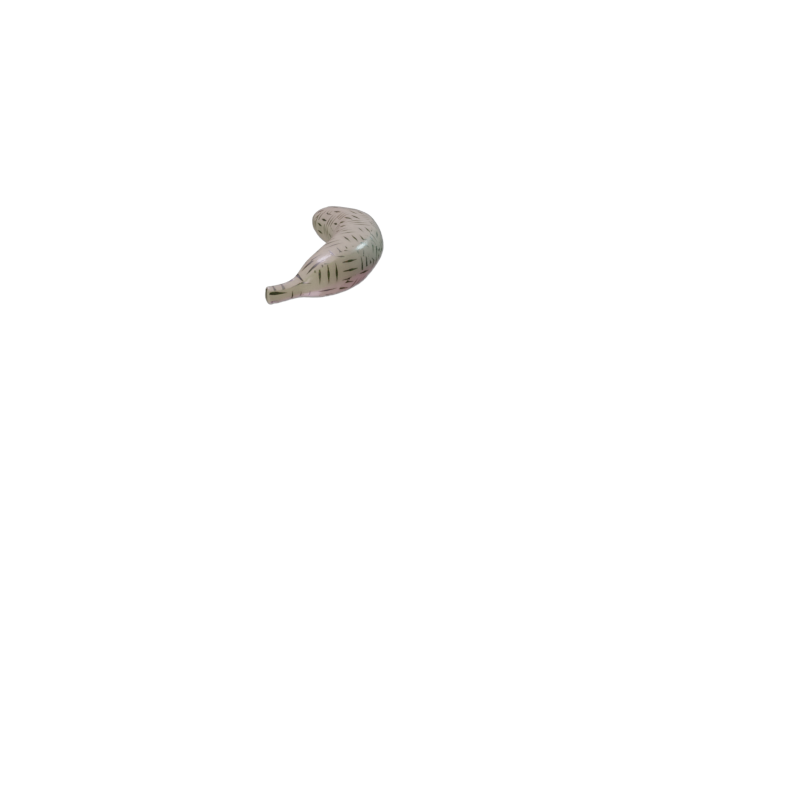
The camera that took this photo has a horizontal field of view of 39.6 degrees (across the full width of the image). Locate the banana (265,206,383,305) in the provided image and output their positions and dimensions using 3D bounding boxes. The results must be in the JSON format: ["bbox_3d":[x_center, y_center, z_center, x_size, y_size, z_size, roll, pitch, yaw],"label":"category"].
[{"bbox_3d":[-0.046,-0.113,0.807,0.070,0.035,0.204,2,22,6],"label":"banana"}]
